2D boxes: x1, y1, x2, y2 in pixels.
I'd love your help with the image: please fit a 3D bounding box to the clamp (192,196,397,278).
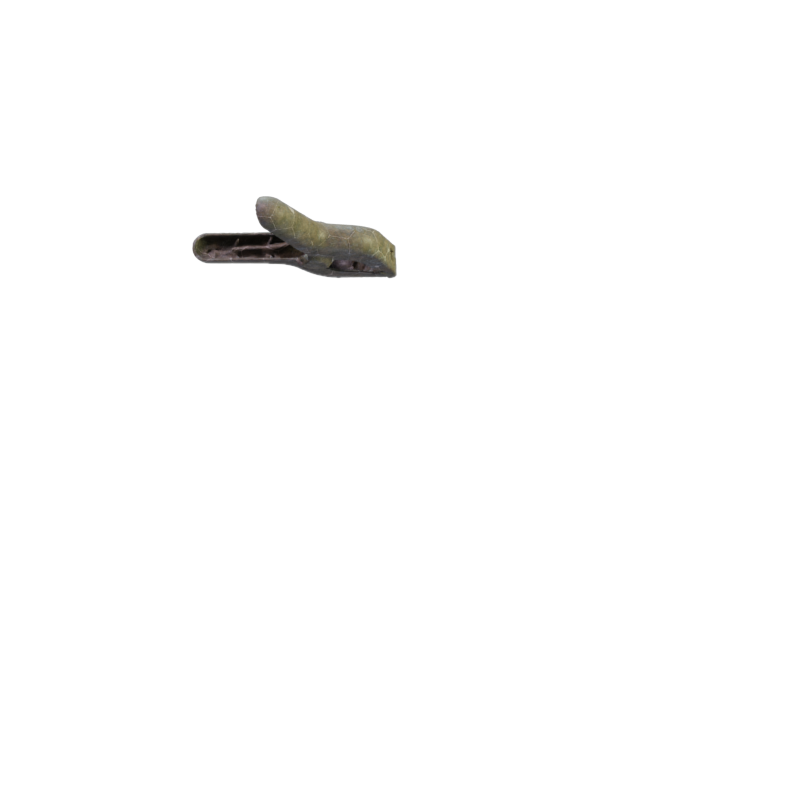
[{"bbox_3d":[-0.070,-0.128,0.894,0.166,0.040,0.121,2,-6,-25],"label":"clamp"}]
